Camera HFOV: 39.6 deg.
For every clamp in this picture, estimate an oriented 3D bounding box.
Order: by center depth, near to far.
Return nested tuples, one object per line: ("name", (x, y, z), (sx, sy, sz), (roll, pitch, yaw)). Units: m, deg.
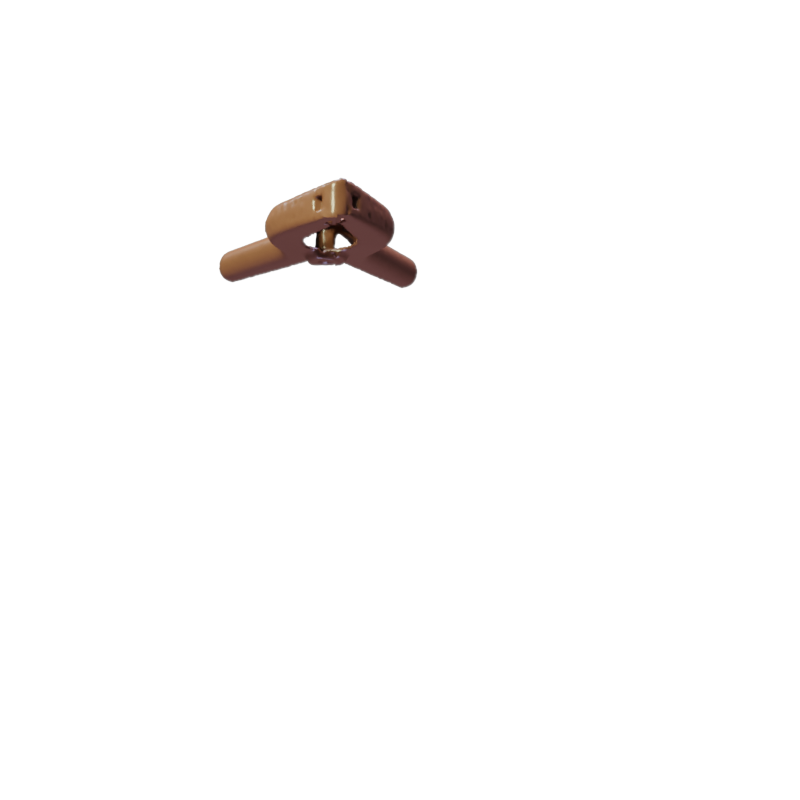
("clamp", (-0.066, -0.121, 0.848), (0.165, 0.037, 0.203), (0, -9, 0))
